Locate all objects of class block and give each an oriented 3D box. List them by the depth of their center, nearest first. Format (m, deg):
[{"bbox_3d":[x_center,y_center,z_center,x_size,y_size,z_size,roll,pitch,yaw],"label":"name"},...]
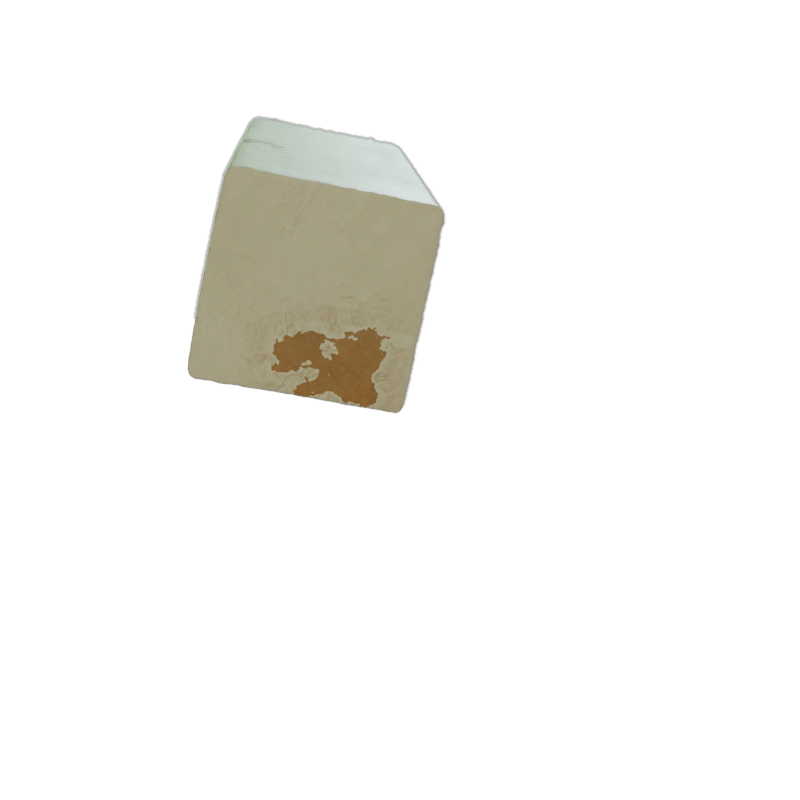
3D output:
[{"bbox_3d":[-0.042,-0.078,0.539,0.090,0.088,0.214,10,17,-7],"label":"block"}]
